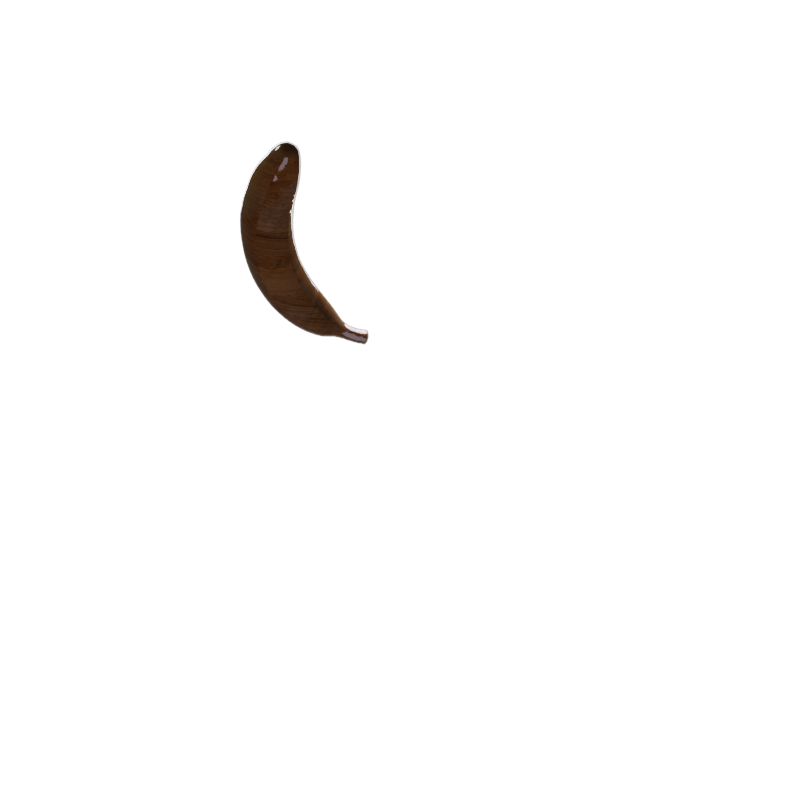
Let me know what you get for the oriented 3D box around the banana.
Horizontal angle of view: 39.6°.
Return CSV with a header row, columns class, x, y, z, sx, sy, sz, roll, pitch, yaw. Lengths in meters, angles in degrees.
class,x,y,z,sx,sy,sz,roll,pitch,yaw
banana,-0.079,-0.108,0.802,0.070,0.039,0.182,-11,-43,11
